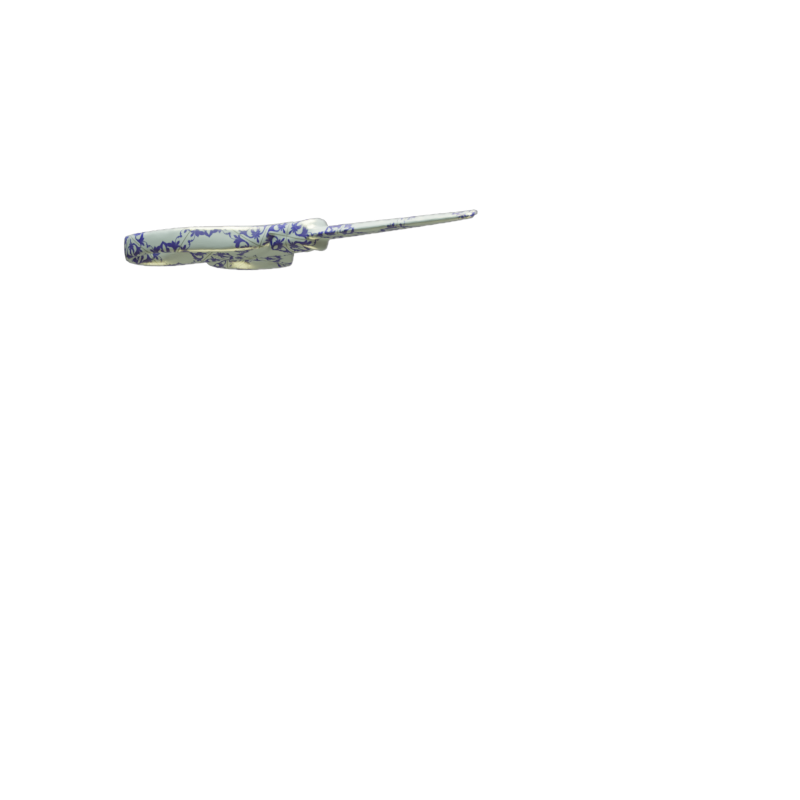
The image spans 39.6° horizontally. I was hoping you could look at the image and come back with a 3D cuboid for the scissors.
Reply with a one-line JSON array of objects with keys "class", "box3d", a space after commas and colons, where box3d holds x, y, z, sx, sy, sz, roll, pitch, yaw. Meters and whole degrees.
[{"class": "scissors", "box3d": [-0.042, -0.077, 0.543, 0.208, 0.016, 0.092, 0, 1, 27]}]
